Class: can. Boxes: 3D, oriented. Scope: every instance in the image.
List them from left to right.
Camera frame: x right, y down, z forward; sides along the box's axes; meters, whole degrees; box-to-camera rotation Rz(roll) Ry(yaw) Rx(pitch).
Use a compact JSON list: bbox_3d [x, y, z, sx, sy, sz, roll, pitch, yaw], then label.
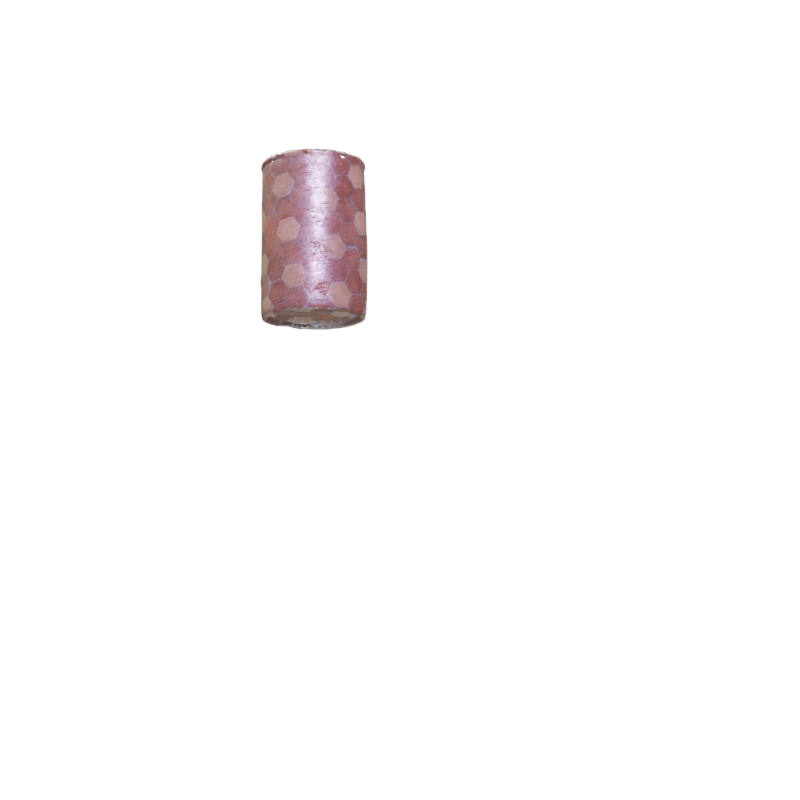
[{"bbox_3d":[-0.055,-0.101,0.709,0.068,0.106,0.066,0,-13,-2],"label":"can"}]
